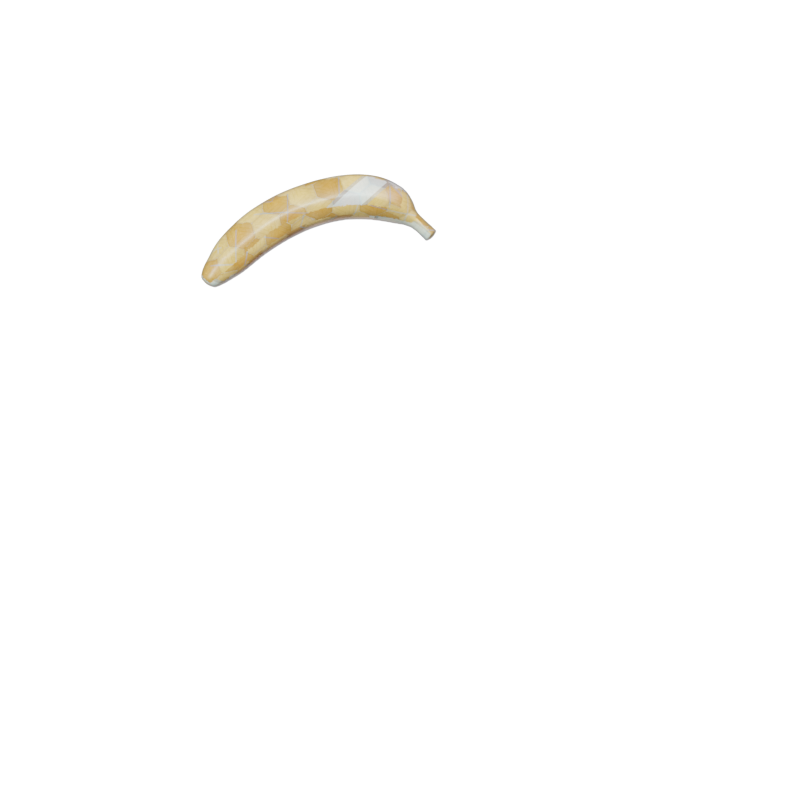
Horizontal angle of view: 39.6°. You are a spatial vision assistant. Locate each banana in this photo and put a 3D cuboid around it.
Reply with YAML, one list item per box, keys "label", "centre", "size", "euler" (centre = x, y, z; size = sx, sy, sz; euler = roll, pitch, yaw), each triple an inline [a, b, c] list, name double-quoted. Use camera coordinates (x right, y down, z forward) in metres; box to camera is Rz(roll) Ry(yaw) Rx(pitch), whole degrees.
- label: "banana"
  centre: [-0.073, -0.147, 0.915]
  size: [0.197, 0.074, 0.035]
  euler: [-14, -24, -7]
